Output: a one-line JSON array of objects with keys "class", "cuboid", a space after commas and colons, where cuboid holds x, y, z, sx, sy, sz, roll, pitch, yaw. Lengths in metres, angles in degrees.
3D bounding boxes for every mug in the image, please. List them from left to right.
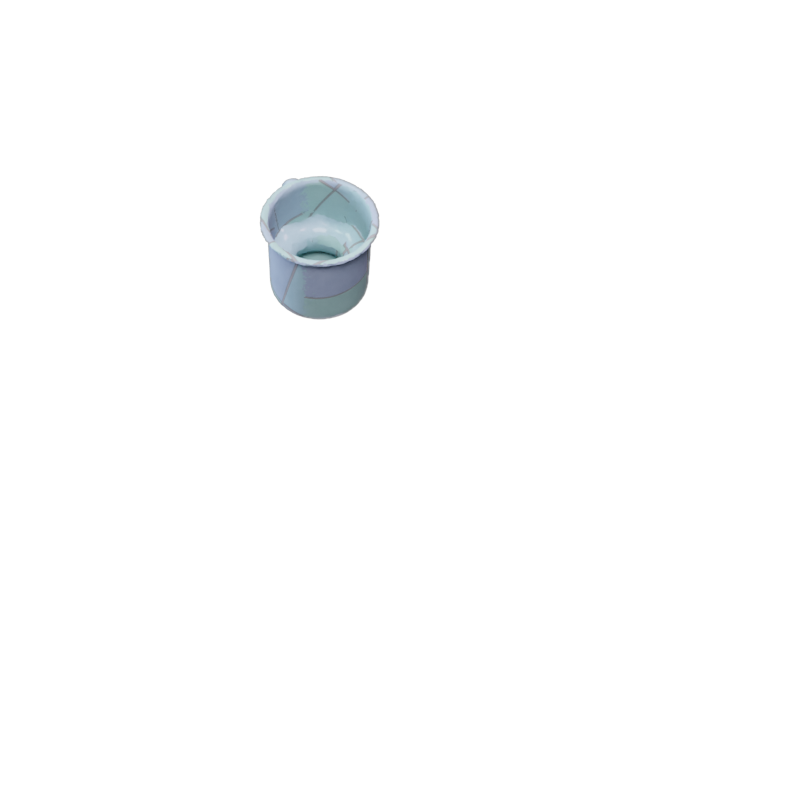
[{"class": "mug", "cuboid": [-0.070, -0.128, 0.896, 0.092, 0.126, 0.076, -21, -34, -16]}]
